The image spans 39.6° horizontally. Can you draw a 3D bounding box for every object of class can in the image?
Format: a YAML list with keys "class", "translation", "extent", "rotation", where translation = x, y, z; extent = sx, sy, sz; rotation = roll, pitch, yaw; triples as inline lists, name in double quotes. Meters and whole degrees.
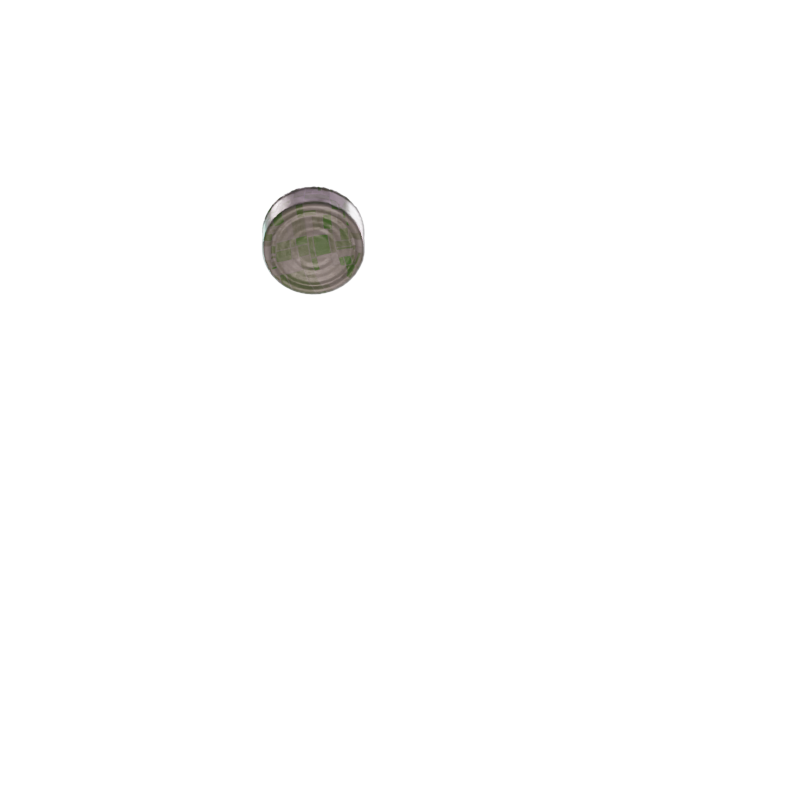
- class: "can"
  translation: [-0.072, -0.131, 0.915]
  extent: [0.086, 0.081, 0.036]
  rotation: [1, 29, -1]
